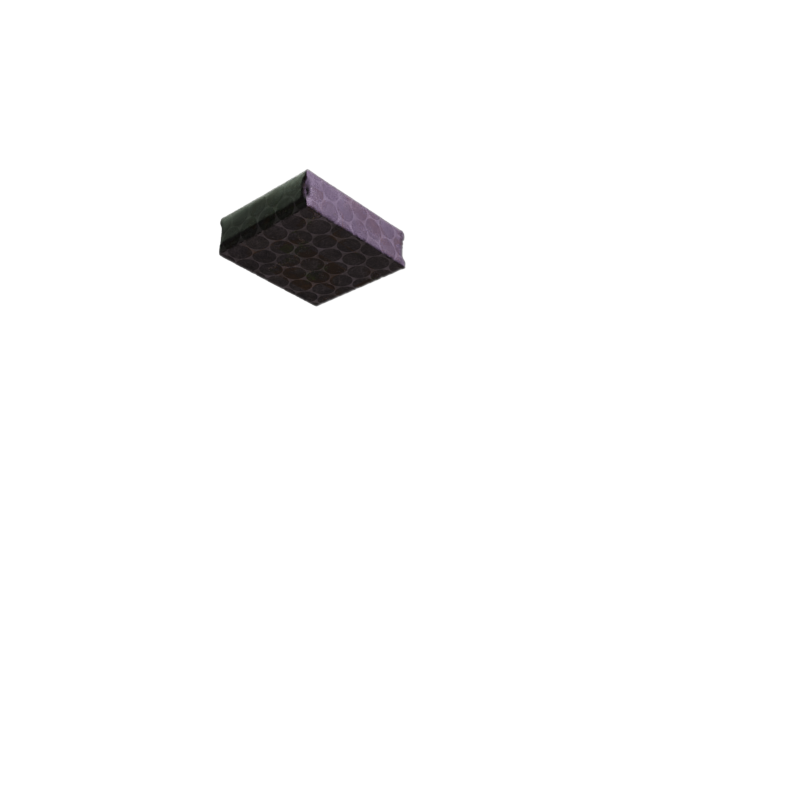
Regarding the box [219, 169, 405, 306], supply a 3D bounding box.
[{"bbox_3d":[-0.052,-0.095,0.664,0.073,0.032,0.083,-23,-35,36],"label":"box"}]
